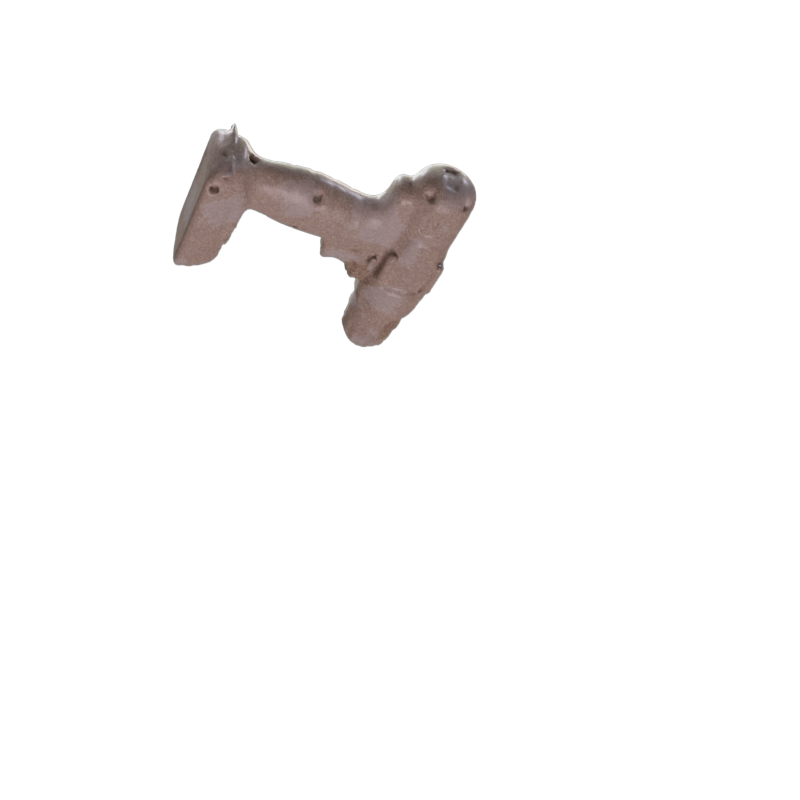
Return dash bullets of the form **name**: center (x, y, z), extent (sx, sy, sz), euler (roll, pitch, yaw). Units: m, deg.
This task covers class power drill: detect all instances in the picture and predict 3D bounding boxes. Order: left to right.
- **power drill**: center (-0.062, -0.112, 0.787), extent (0.183, 0.062, 0.176), euler (13, -40, -16)
